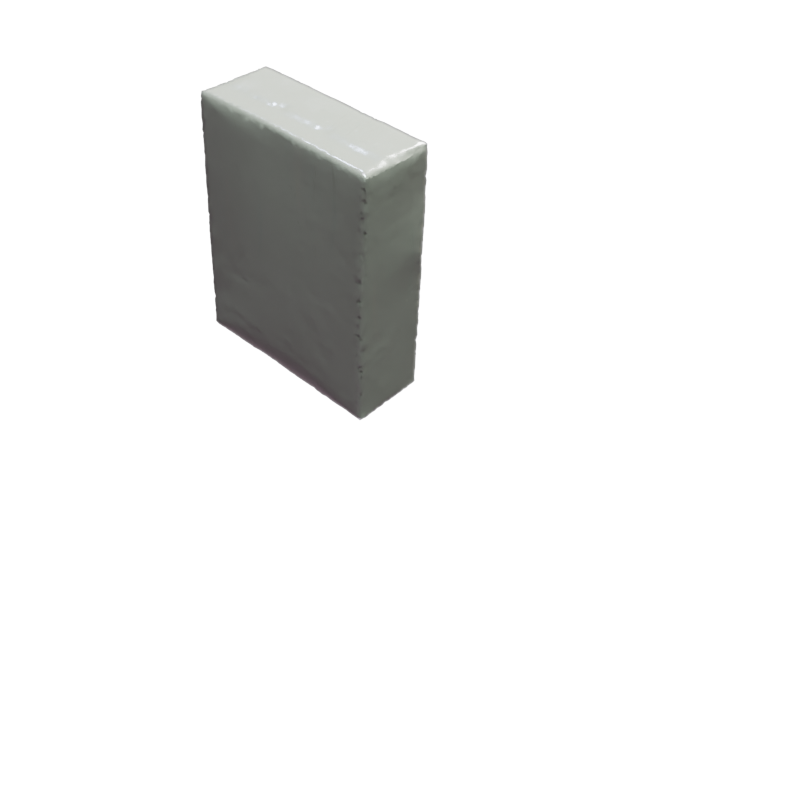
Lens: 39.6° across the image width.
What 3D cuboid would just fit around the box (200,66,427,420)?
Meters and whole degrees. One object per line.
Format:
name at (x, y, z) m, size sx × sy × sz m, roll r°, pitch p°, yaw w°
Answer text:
box at (-0.064, -0.116, 0.813) m, size 0.072 × 0.200 × 0.175 m, roll -30°, pitch 49°, yaw -35°
